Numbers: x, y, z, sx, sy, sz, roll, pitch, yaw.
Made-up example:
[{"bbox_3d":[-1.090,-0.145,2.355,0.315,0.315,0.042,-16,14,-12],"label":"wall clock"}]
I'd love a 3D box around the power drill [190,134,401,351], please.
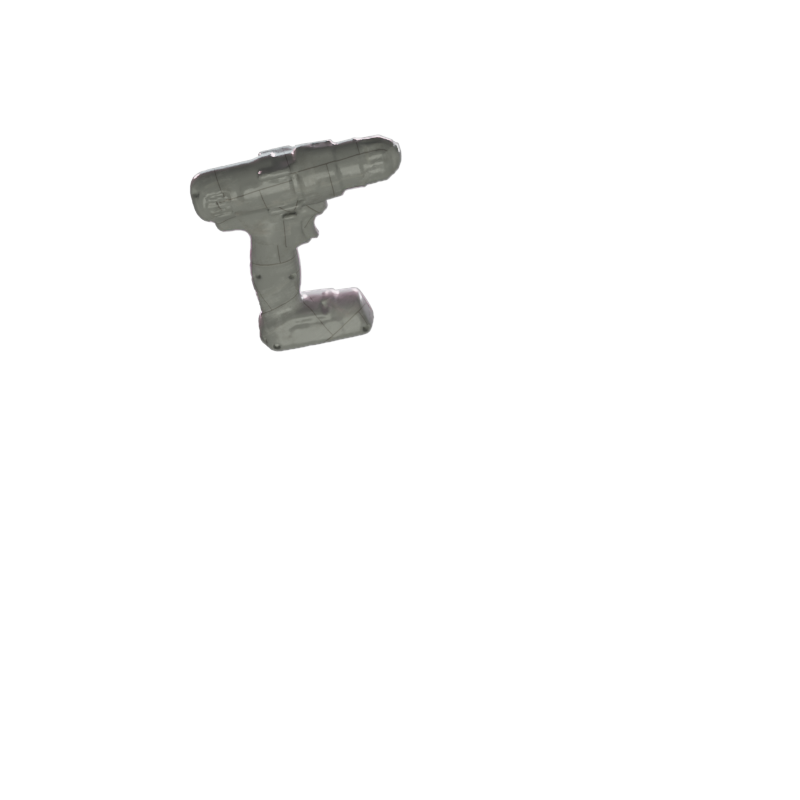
[{"bbox_3d":[-0.077,-0.141,0.986,0.185,0.175,0.061,-10,31,6],"label":"power drill"}]
